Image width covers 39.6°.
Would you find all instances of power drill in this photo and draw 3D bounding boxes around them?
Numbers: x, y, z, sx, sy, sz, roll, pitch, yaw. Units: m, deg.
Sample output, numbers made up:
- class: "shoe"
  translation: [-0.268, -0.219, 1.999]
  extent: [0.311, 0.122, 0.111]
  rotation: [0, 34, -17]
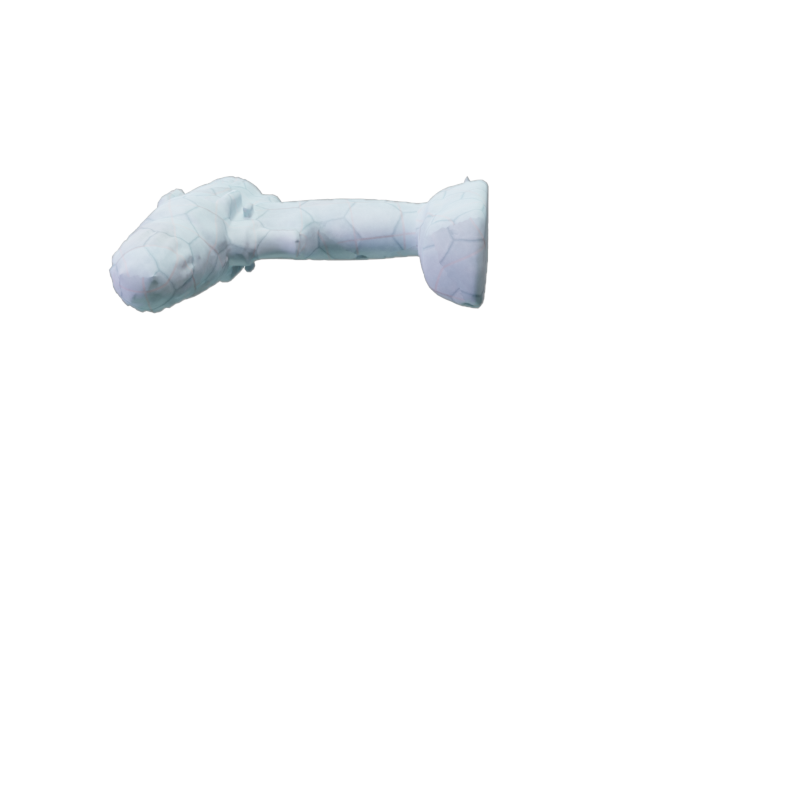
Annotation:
- class: "power drill"
  translation: [-0.047, -0.086, 0.601]
  extent: [0.190, 0.055, 0.190]
  rotation: [3, 22, 8]
